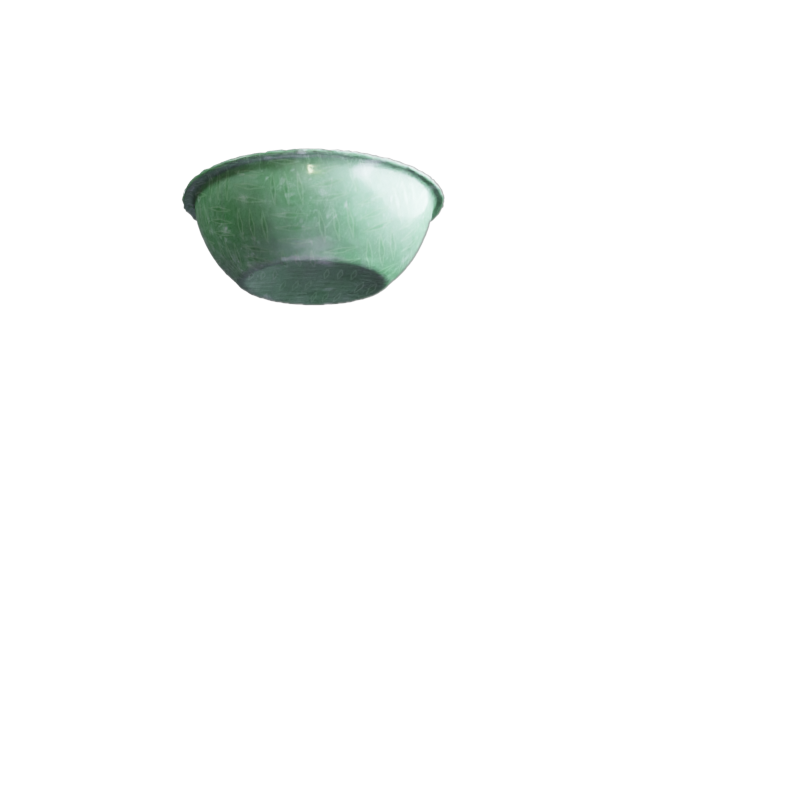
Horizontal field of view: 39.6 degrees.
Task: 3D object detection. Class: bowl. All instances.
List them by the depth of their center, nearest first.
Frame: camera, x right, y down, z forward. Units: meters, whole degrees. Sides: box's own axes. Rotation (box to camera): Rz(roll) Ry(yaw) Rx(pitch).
[{"bbox_3d":[-0.053,-0.097,0.678,0.162,0.057,0.156,0,-13,-2],"label":"bowl"}]
